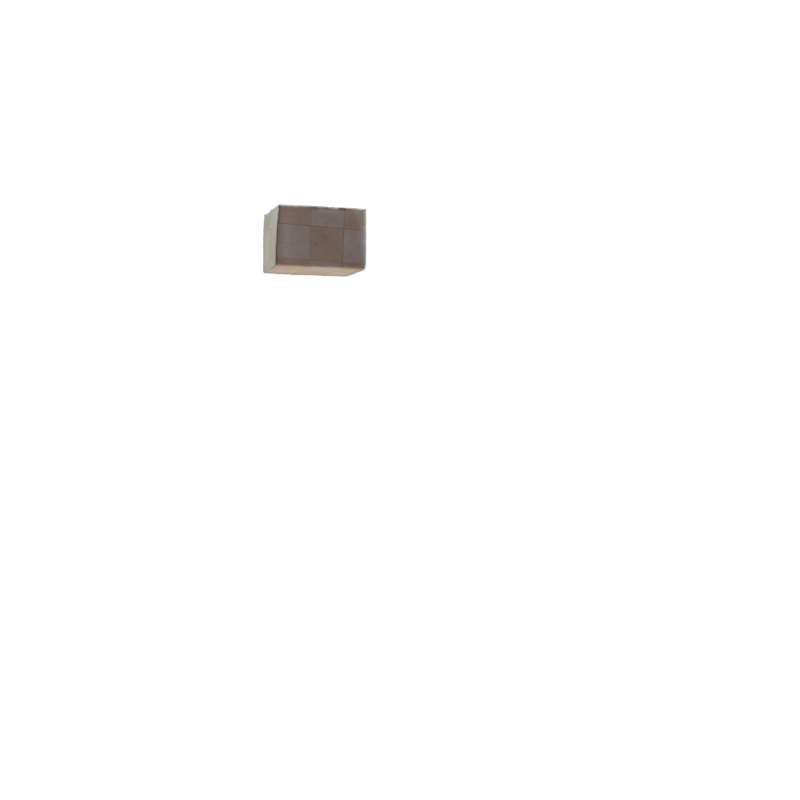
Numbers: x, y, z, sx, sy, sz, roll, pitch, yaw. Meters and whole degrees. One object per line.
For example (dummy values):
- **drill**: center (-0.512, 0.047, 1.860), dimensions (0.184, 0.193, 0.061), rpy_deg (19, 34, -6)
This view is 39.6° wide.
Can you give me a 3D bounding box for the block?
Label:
- **block**: center (-0.072, -0.132, 0.926), dimensions (0.076, 0.052, 0.053), rpy_deg (1, -5, -18)
